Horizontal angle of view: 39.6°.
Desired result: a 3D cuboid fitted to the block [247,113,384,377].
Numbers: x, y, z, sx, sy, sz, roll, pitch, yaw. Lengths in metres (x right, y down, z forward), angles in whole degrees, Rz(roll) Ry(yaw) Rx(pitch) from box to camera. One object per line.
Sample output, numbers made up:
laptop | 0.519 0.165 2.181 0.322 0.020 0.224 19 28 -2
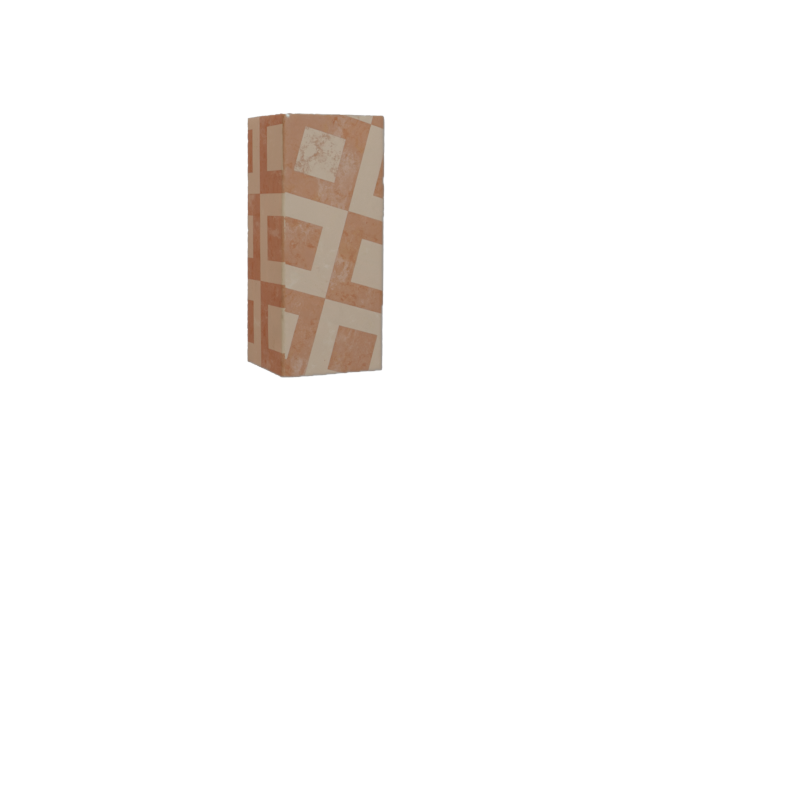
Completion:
block | -0.071 -0.130 0.913 0.088 0.204 0.094 -2 5 -25
